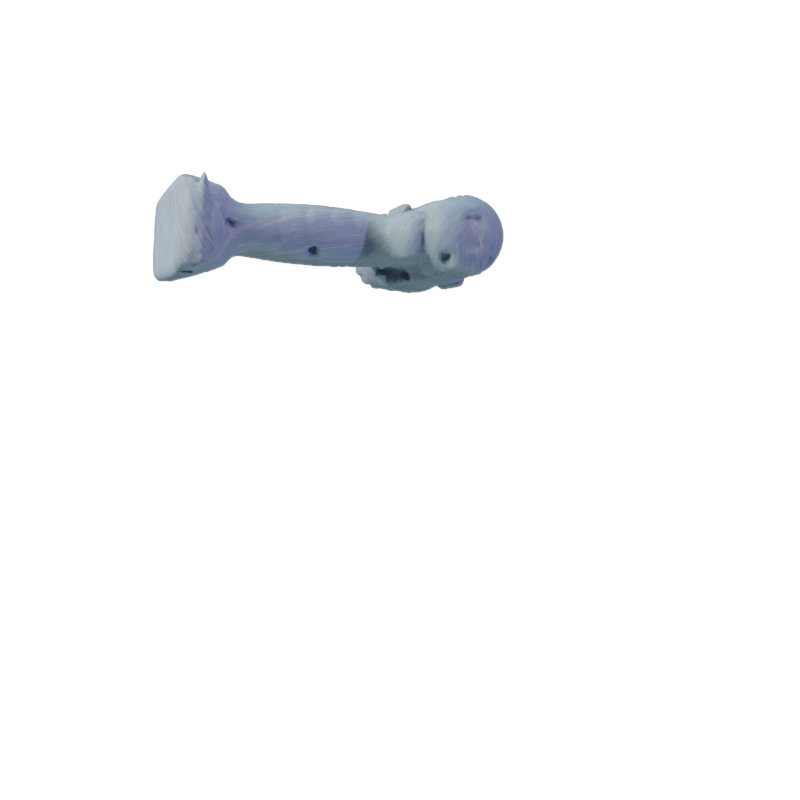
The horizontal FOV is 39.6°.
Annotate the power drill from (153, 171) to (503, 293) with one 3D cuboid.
[{"bbox_3d":[-0.053,-0.096,0.676,0.184,0.058,0.186,0,-1,-17],"label":"power drill"}]
